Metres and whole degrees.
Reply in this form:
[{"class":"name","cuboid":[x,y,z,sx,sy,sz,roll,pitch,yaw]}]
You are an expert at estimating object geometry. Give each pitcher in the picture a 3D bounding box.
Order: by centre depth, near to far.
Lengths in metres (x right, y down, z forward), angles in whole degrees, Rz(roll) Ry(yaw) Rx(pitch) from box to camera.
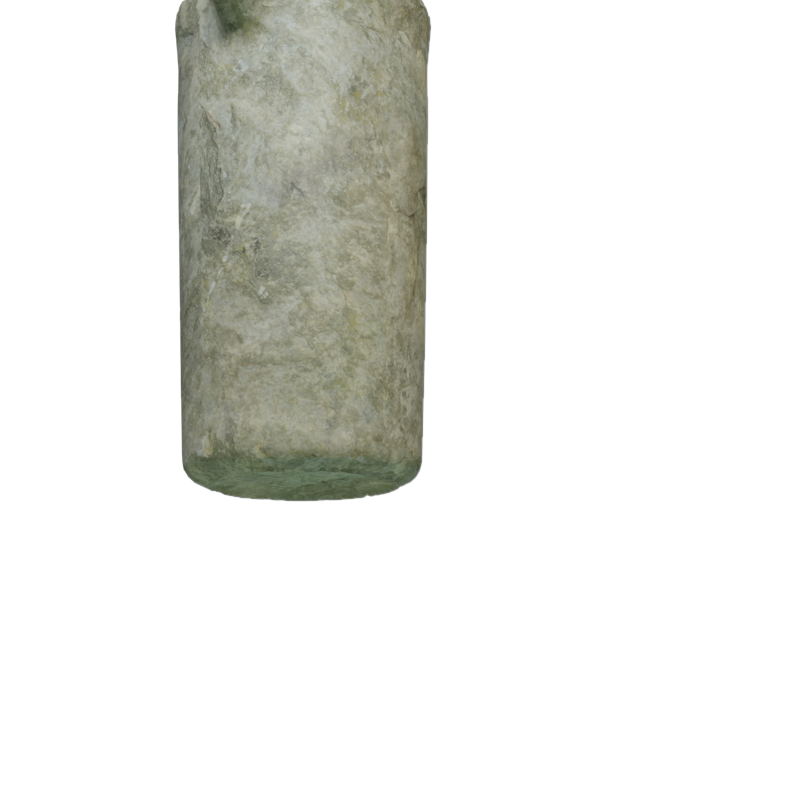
[{"class":"pitcher","cuboid":[-0.043,-0.078,0.547,0.144,0.254,0.143,7,-20,-22]}]
